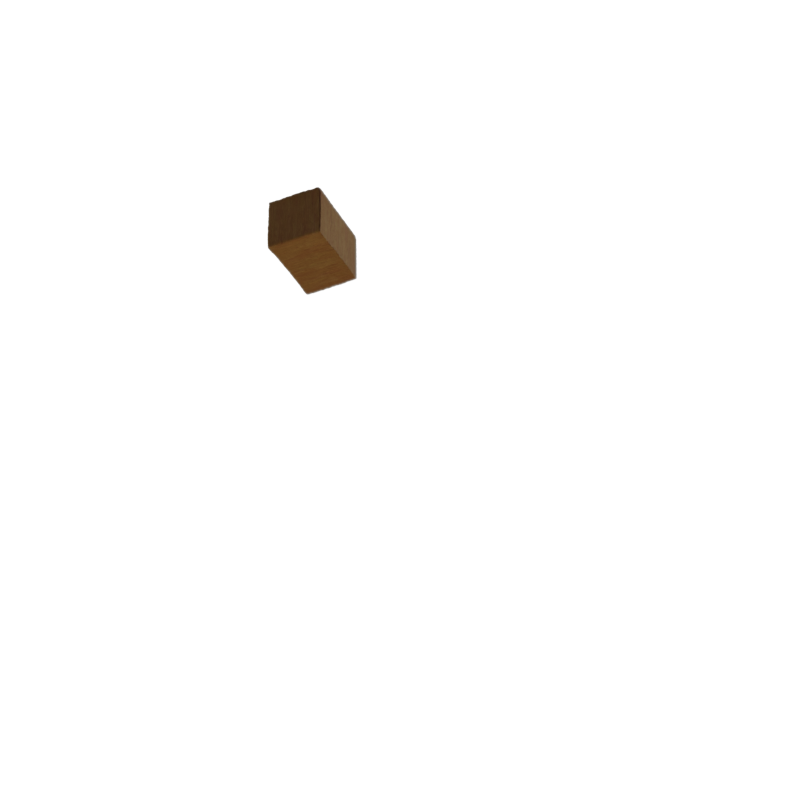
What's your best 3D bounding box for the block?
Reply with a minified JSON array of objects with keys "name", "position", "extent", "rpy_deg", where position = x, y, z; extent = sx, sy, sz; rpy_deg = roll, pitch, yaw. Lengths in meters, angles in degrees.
[{"name":"block","position":[-0.077,-0.141,0.985],"extent":[0.053,0.055,0.072],"rpy_deg":[-16,-38,18]}]
